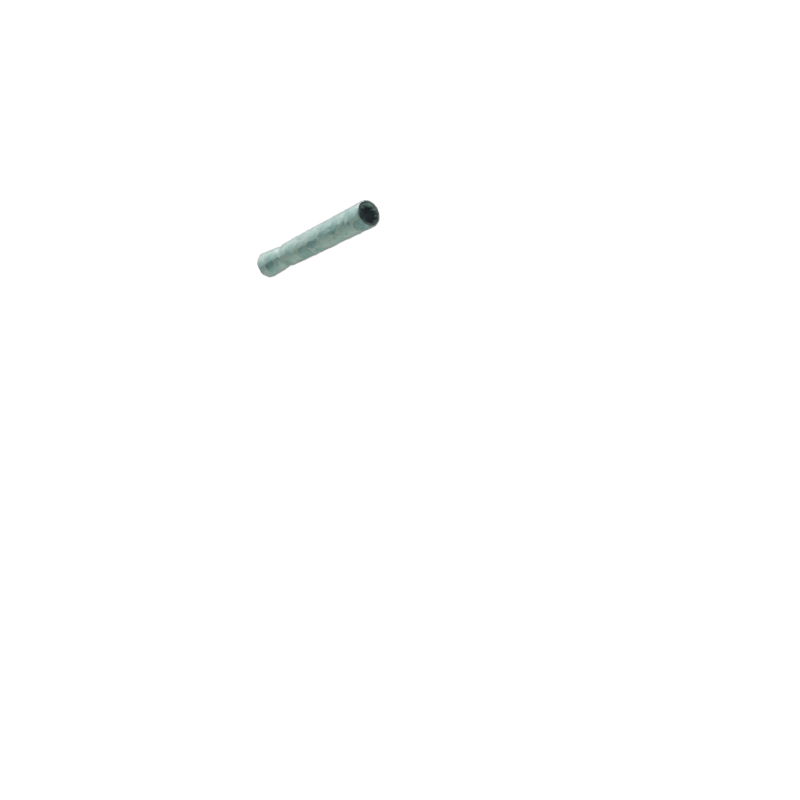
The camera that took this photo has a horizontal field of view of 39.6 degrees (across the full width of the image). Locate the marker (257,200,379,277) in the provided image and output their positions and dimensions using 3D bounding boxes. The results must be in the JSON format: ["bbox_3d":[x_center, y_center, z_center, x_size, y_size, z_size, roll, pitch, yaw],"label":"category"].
[{"bbox_3d":[-0.060,-0.109,0.760,0.019,0.020,0.122,-3,-10,-42],"label":"marker"}]
